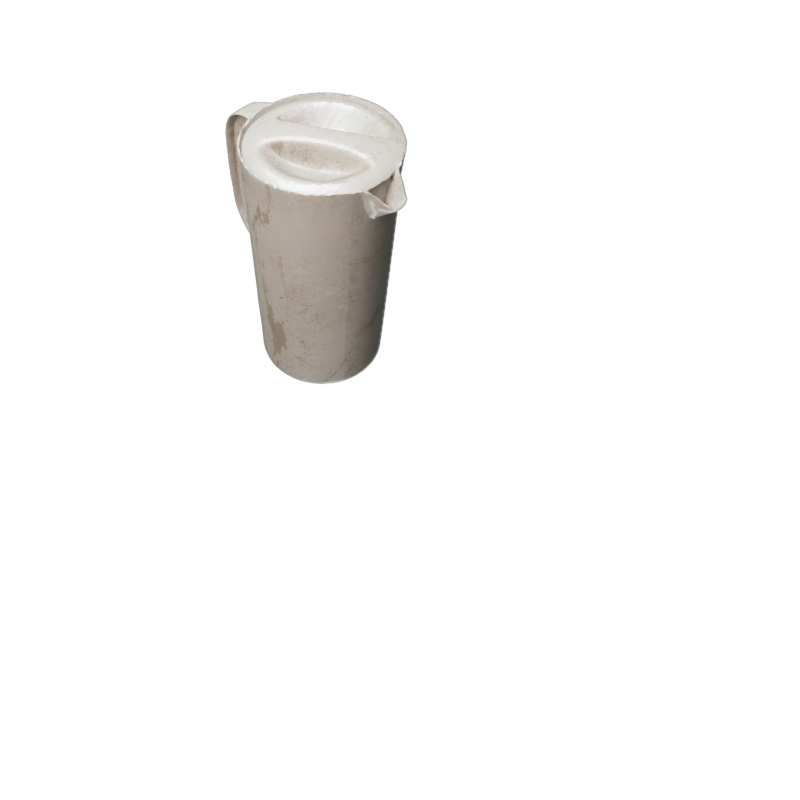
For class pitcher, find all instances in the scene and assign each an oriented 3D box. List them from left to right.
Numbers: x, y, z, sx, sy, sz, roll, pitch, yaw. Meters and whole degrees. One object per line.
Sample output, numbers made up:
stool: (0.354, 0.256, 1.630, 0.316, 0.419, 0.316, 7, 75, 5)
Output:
pitcher: (-0.074, -0.135, 0.947, 0.144, 0.161, 0.226, -1, -43, -4)
